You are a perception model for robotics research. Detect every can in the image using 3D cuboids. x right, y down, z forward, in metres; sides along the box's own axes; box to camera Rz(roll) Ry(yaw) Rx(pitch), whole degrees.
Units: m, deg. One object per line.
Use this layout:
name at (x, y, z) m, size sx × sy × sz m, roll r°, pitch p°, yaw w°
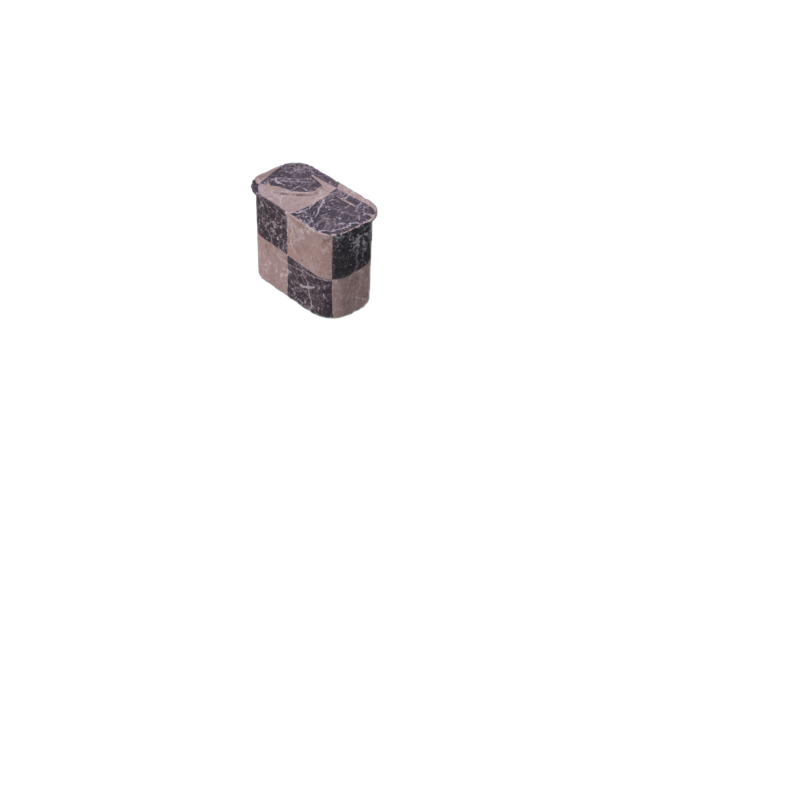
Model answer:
can at (-0.067, -0.121, 0.851) m, size 0.057 × 0.078 × 0.109 m, roll -29°, pitch 49°, yaw -32°
